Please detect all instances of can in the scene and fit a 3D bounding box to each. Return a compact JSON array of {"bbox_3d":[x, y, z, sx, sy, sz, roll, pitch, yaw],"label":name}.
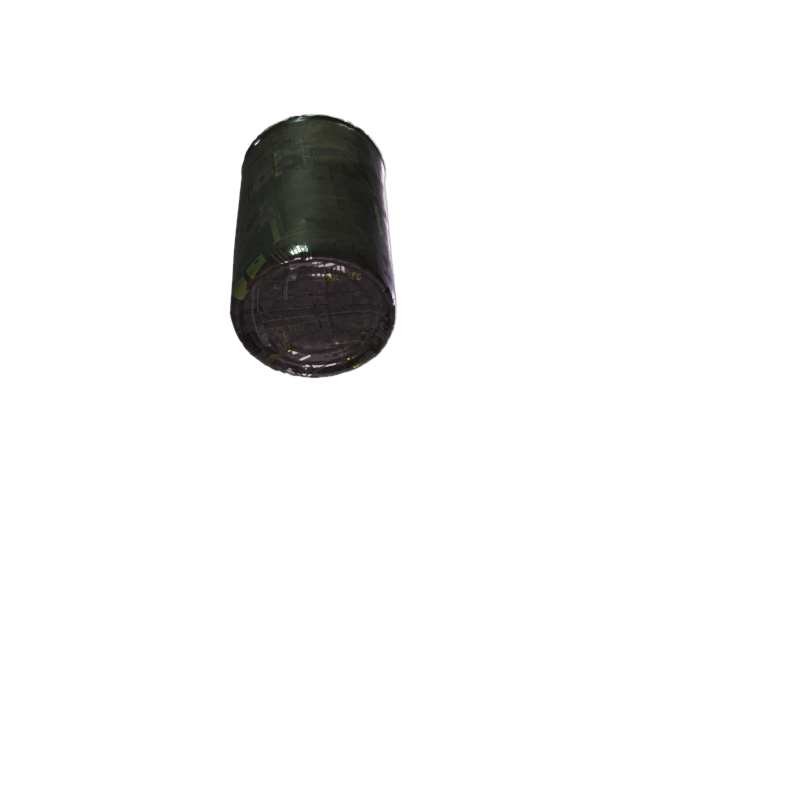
[{"bbox_3d":[-0.037,-0.068,0.478,0.068,0.064,0.110,-1,42,-3],"label":"can"}]
